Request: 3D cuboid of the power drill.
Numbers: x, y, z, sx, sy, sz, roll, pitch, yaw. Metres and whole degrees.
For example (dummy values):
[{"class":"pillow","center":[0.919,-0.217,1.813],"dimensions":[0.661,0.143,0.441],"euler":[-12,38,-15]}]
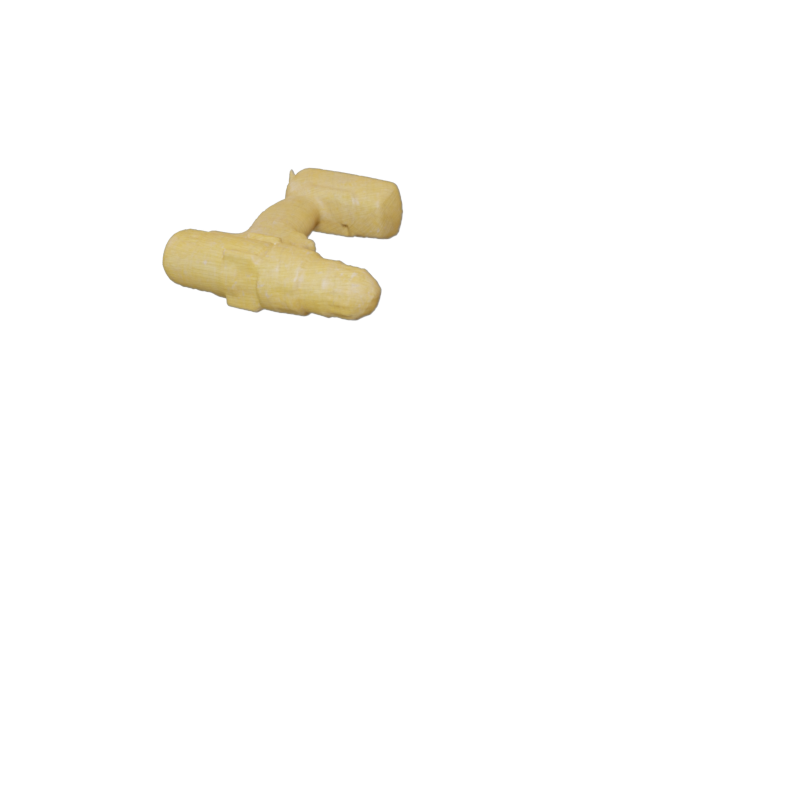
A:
[{"class":"power drill","center":[-0.070,-0.128,0.895],"dimensions":[0.192,0.054,0.190],"euler":[15,32,24]}]
